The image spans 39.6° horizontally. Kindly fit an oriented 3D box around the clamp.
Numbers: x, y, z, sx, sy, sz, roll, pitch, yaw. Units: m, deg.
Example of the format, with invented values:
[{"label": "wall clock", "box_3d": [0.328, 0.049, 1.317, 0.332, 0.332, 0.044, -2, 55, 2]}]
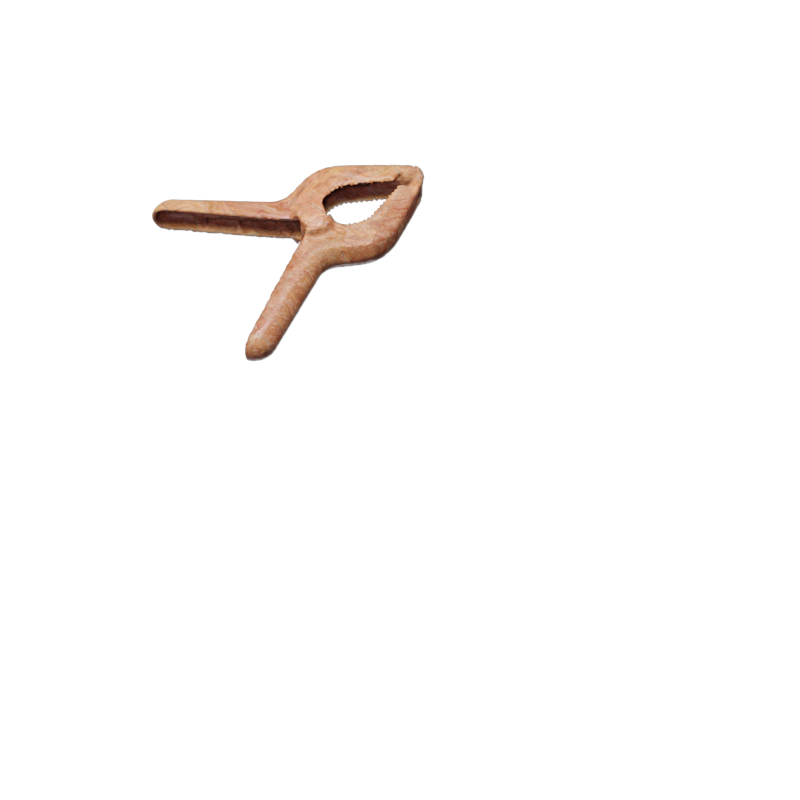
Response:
[{"label": "clamp", "box_3d": [-0.067, -0.122, 0.852, 0.208, 0.177, 0.034, -21, -34, -15]}]
